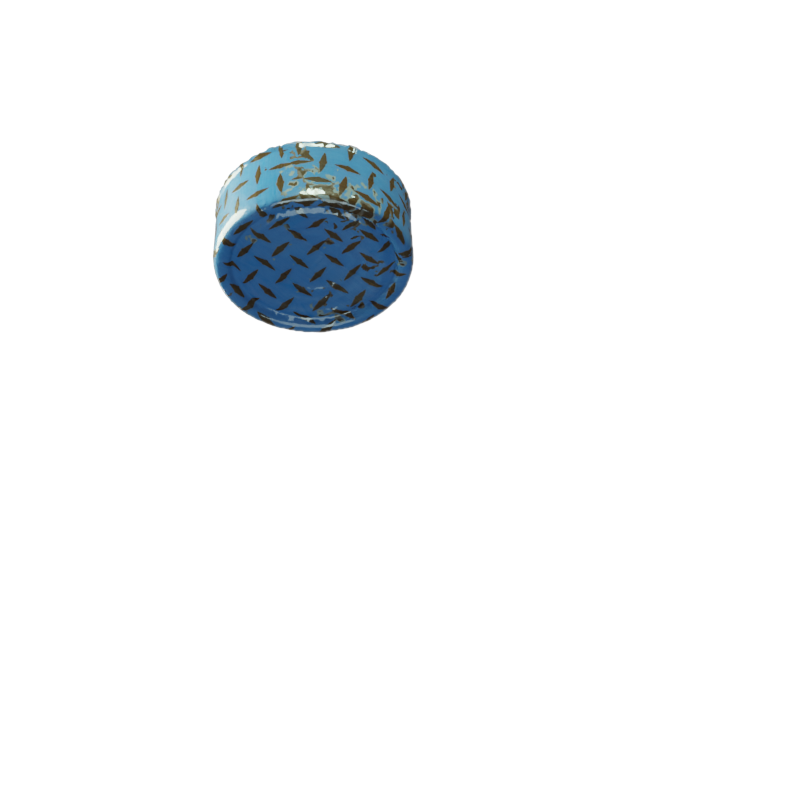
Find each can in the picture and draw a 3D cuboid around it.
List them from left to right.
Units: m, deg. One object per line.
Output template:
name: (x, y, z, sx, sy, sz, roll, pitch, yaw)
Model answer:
can: (-0.037, -0.068, 0.475, 0.086, 0.036, 0.080, 1, -40, -1)
